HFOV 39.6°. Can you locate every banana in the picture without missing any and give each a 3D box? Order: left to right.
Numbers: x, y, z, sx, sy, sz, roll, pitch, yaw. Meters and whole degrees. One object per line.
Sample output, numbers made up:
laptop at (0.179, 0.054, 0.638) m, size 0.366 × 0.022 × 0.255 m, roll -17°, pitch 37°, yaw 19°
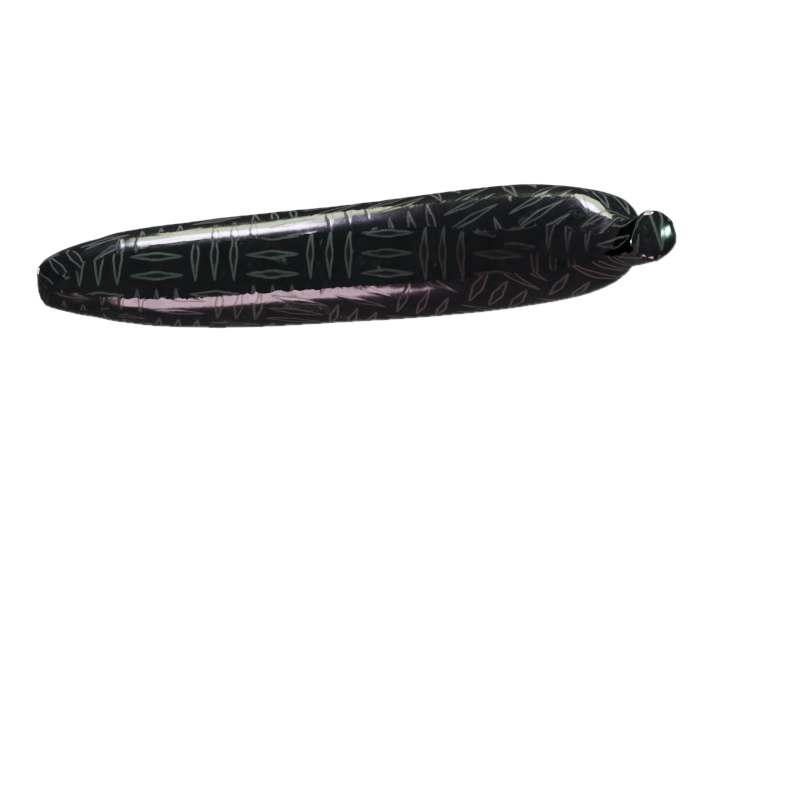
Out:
banana at (-0.014, -0.045, 0.337) m, size 0.203 × 0.038 × 0.066 m, roll -3°, pitch -8°, yaw 25°
